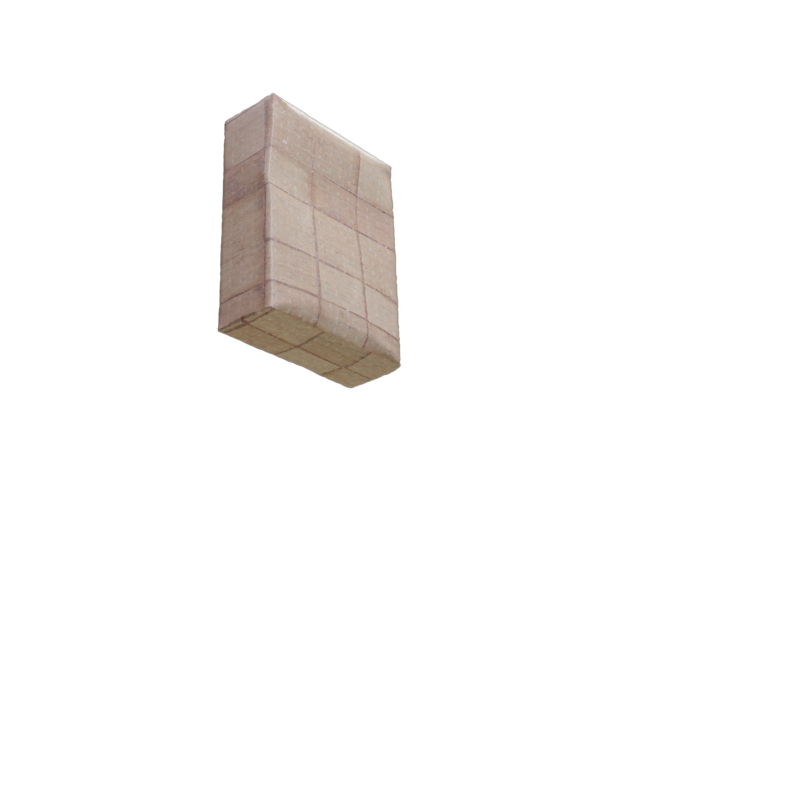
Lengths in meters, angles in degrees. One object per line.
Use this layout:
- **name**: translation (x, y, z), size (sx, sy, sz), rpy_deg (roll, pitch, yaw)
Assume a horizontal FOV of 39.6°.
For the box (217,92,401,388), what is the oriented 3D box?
- **box**: translation (-0.076, -0.138, 0.968), size (0.072, 0.227, 0.154), rpy_deg (-25, -35, 36)
